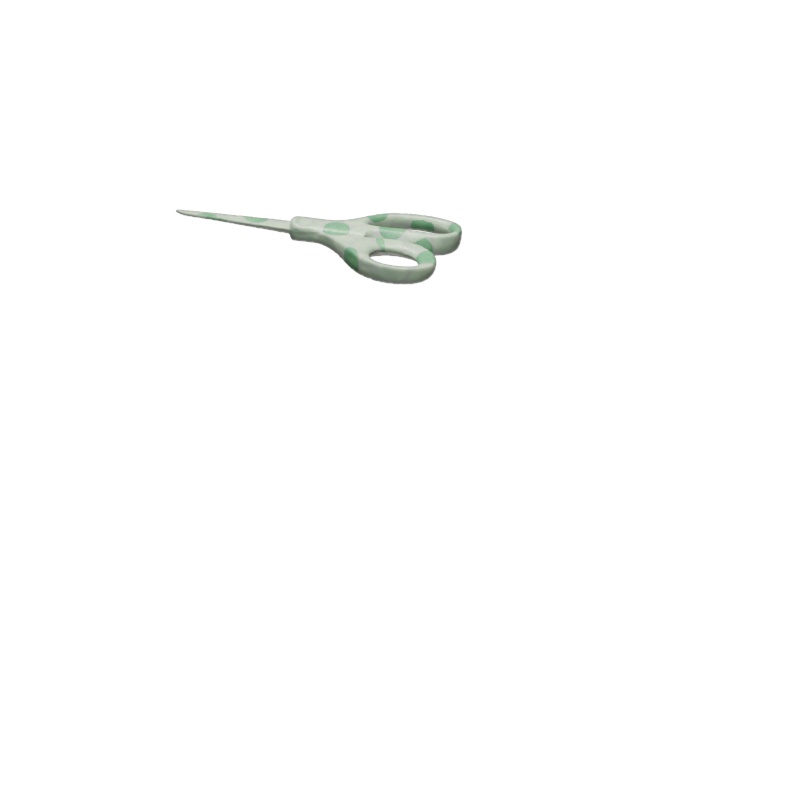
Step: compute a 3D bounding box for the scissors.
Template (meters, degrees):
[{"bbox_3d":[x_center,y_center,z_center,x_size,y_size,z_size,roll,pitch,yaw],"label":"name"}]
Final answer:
[{"bbox_3d":[-0.059,-0.107,0.751,0.202,0.015,0.102,1,31,2],"label":"scissors"}]
